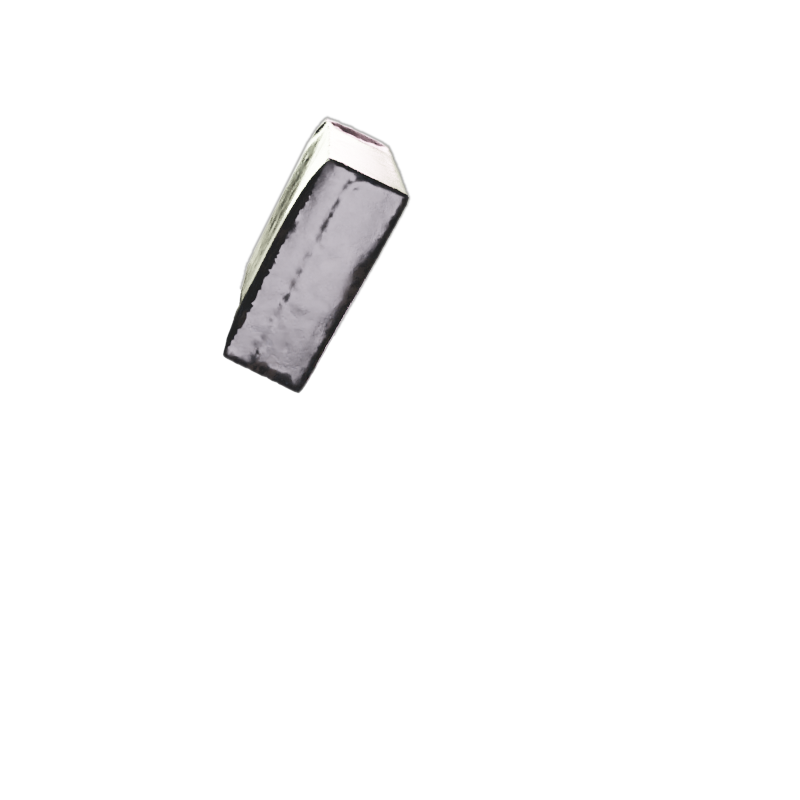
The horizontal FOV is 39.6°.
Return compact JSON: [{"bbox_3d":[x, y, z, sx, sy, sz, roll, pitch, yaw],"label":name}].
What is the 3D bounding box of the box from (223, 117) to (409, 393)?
[{"bbox_3d":[-0.068,-0.123,0.864,0.070,0.161,0.223,27,16,-13],"label":"box"}]
